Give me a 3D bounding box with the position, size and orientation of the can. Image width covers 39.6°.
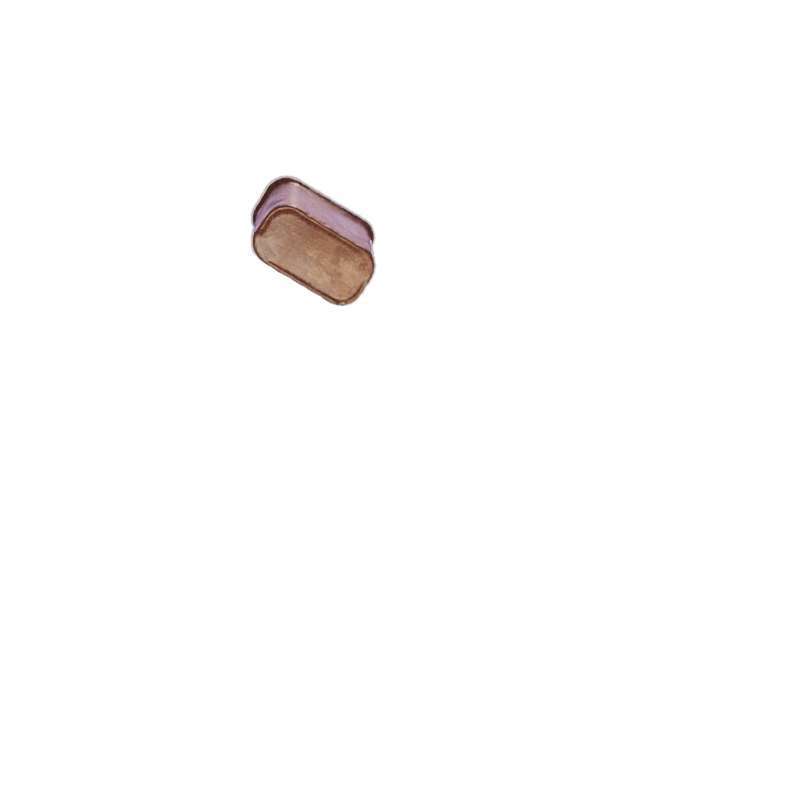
[{"bbox_3d":[-0.070,-0.127,0.890,0.100,0.056,0.088,30,17,-12],"label":"can"}]
